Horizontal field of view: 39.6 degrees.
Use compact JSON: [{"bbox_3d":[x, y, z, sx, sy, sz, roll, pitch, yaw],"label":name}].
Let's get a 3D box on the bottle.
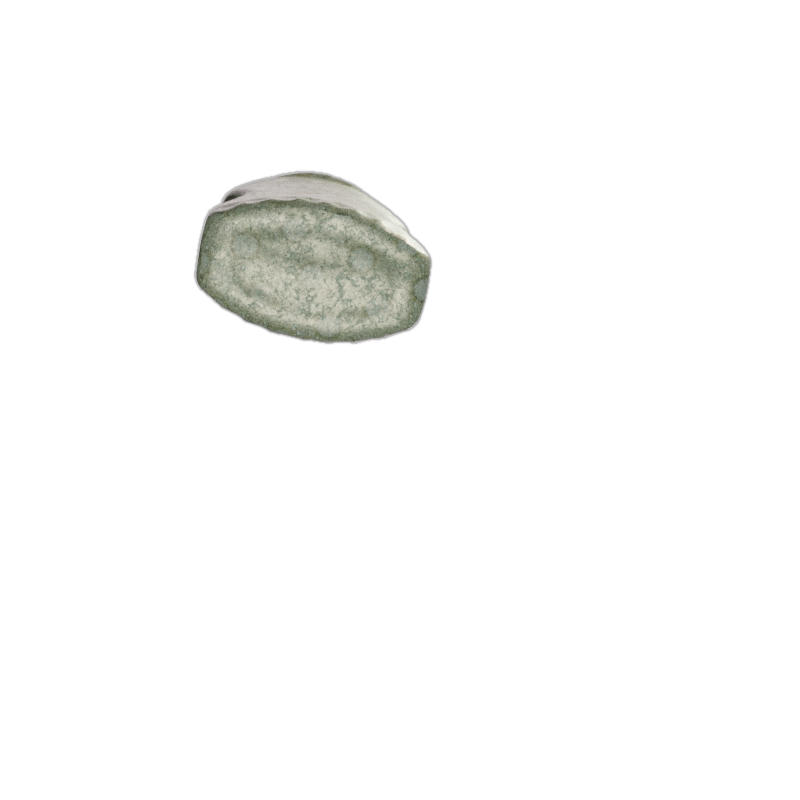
[{"bbox_3d":[-0.042,-0.078,0.540,0.095,0.057,0.197,8,14,-6],"label":"bottle"}]
